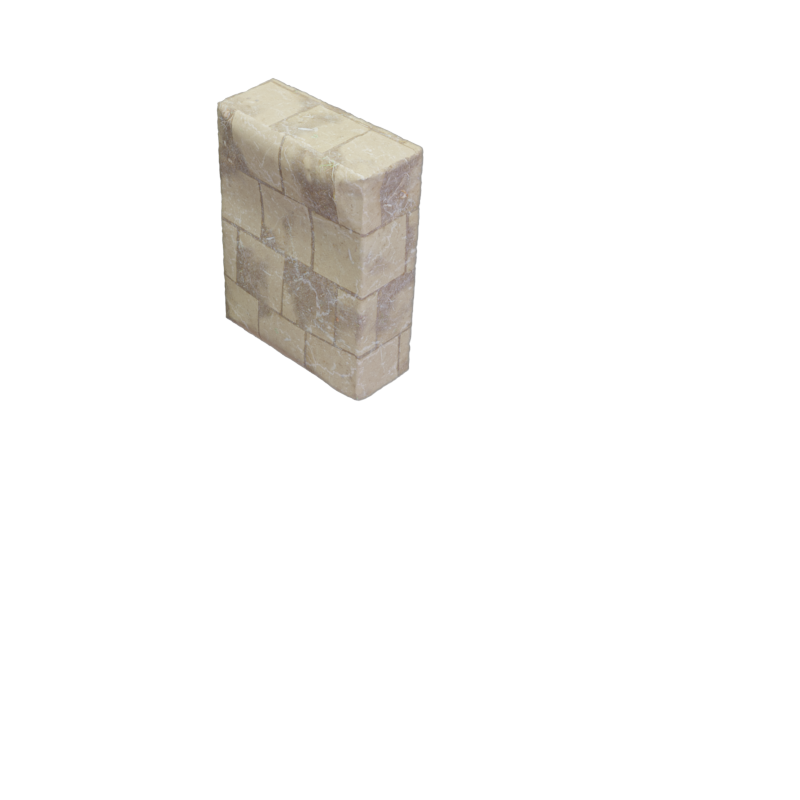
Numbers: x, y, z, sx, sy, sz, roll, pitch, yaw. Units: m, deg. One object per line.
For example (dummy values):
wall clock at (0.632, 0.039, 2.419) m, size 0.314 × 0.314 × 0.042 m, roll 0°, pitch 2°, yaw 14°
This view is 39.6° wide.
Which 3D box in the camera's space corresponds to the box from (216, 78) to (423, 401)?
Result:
box at (-0.069, -0.127, 0.886) m, size 0.175 × 0.200 × 0.072 m, roll 32°, pitch 46°, yaw 33°
